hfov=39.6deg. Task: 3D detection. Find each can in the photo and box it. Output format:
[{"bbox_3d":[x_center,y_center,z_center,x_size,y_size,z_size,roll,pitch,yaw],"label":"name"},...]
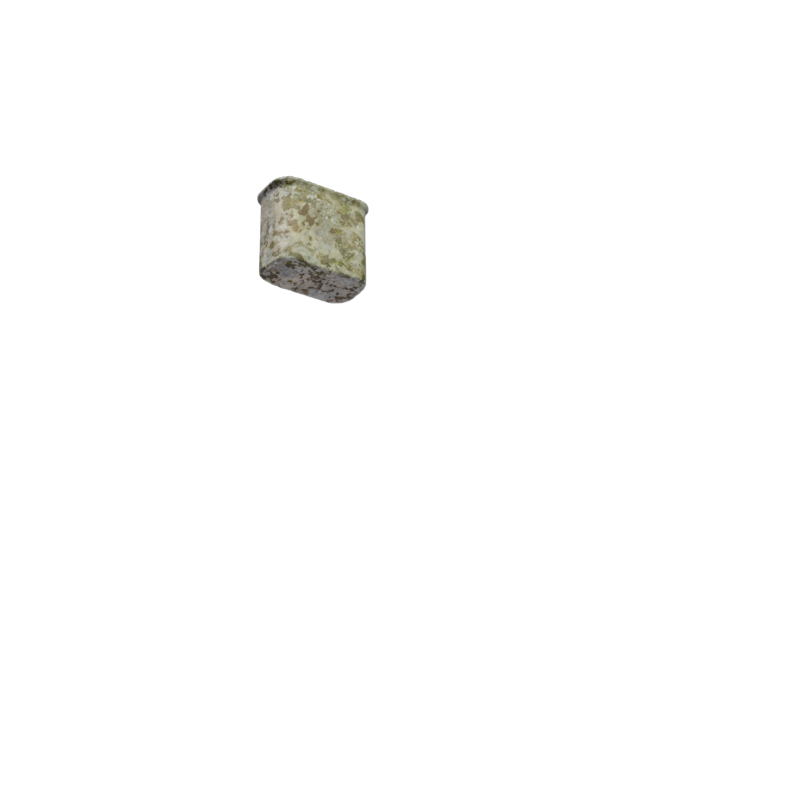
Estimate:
[{"bbox_3d":[-0.078,-0.142,0.996,0.097,0.089,0.057,16,-32,-30],"label":"can"}]
